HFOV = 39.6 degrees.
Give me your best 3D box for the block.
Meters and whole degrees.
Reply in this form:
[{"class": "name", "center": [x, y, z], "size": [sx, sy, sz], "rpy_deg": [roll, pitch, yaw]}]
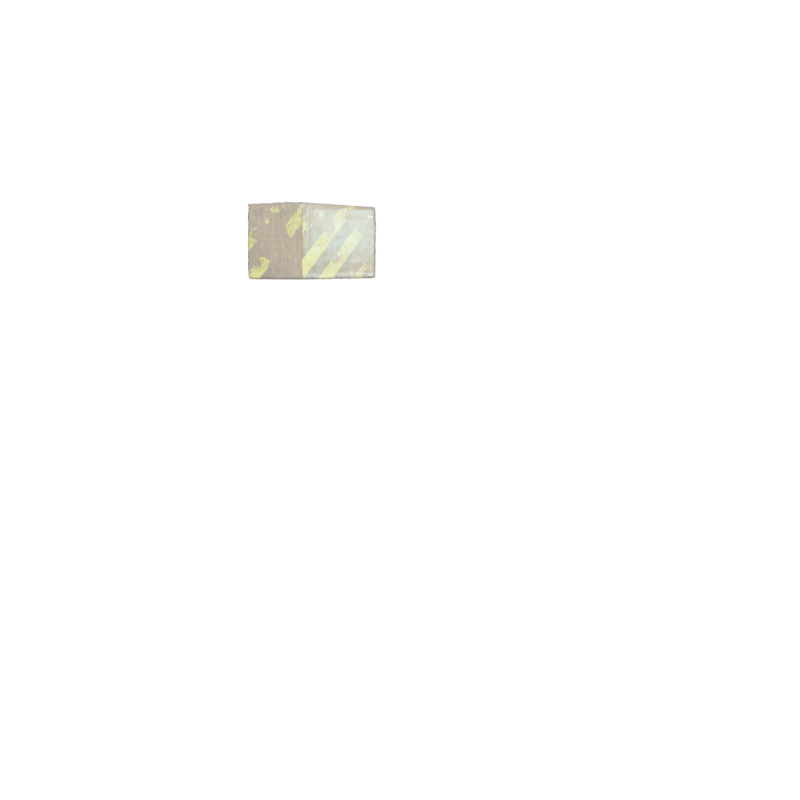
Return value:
[{"class": "block", "center": [-0.059, -0.108, 0.759], "size": [0.055, 0.051, 0.075], "rpy_deg": [2, 5, 38]}]
